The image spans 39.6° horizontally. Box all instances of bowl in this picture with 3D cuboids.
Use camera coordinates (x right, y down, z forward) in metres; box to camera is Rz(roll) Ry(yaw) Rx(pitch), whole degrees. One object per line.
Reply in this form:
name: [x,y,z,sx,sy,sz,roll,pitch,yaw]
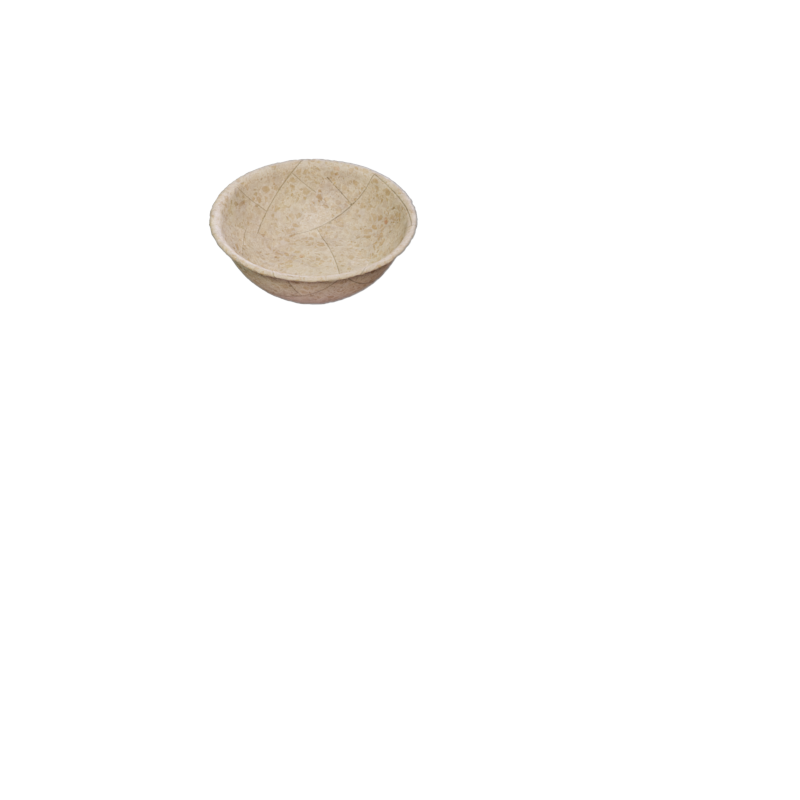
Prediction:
bowl: [-0.068,-0.125,0.874,0.162,0.051,0.174,-1,41,-2]
